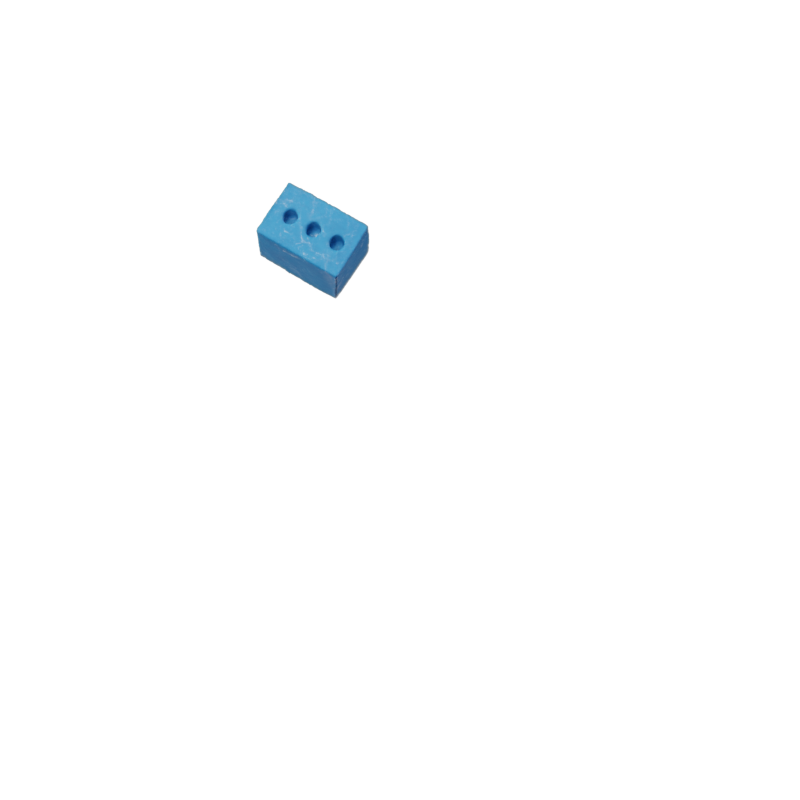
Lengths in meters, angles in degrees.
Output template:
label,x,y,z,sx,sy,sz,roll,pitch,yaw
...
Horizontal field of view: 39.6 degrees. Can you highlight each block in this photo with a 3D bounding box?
label,x,y,z,sx,sy,sz,roll,pitch,yaw
block,-0.071,-0.129,0.906,0.080,0.054,0.049,29,-18,10
